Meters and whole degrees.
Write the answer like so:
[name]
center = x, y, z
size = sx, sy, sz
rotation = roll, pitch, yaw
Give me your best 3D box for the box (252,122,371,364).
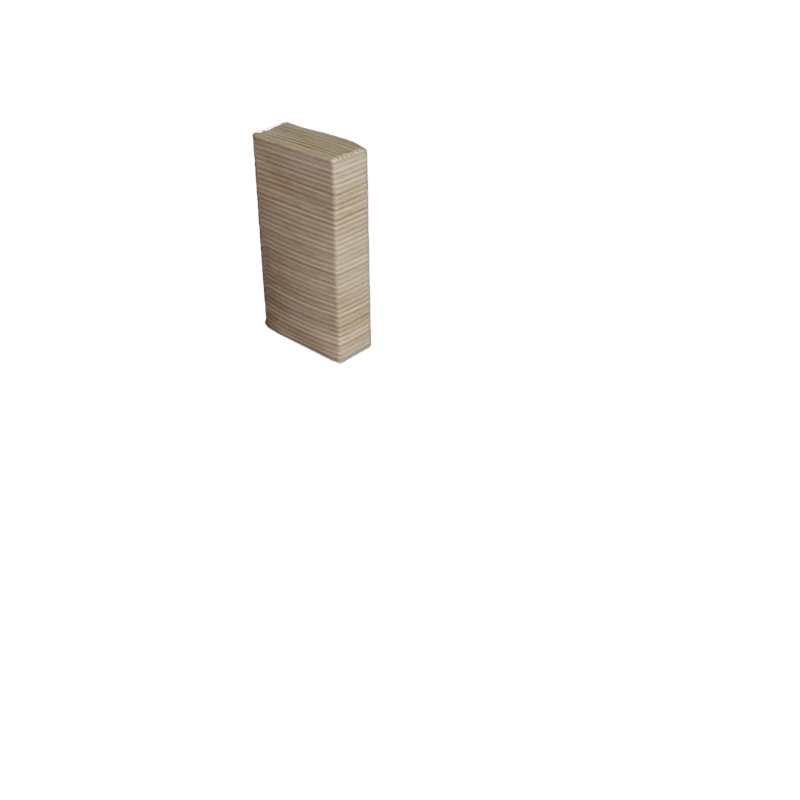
[box]
center = -0.069, -0.127, 0.890
size = 0.099, 0.167, 0.048
rotation = 25, 34, 38
